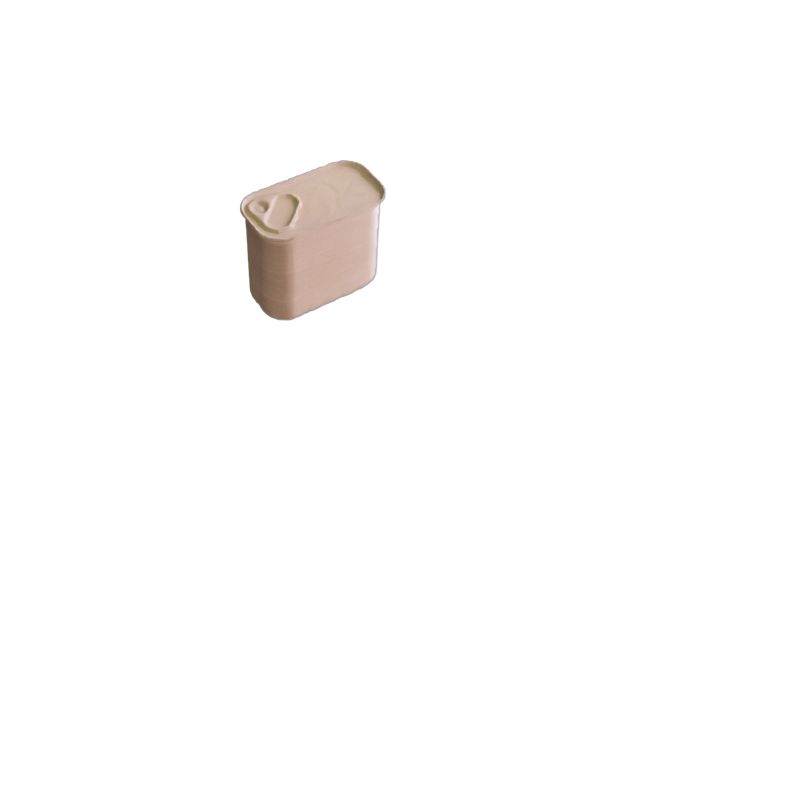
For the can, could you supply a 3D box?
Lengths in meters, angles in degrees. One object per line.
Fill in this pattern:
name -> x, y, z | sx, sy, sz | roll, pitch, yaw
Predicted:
can -> -0.063, -0.115, 0.807 | 0.101, 0.078, 0.062 | -25, 52, -23
